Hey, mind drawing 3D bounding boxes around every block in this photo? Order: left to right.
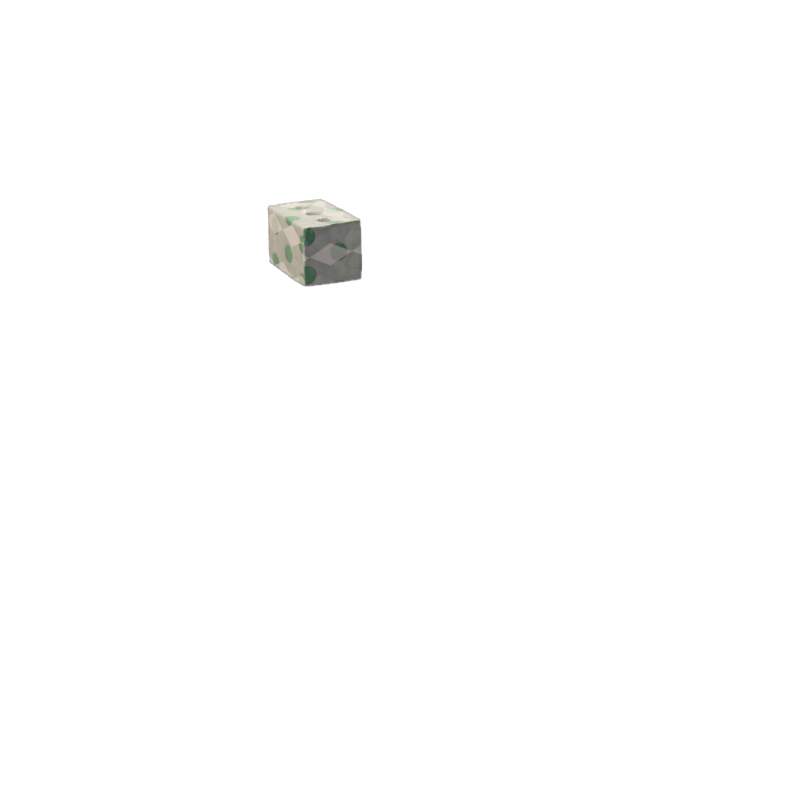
[{"bbox_3d":[-0.072,-0.132,0.921,0.052,0.049,0.083,-10,24,-26],"label":"block"}]
